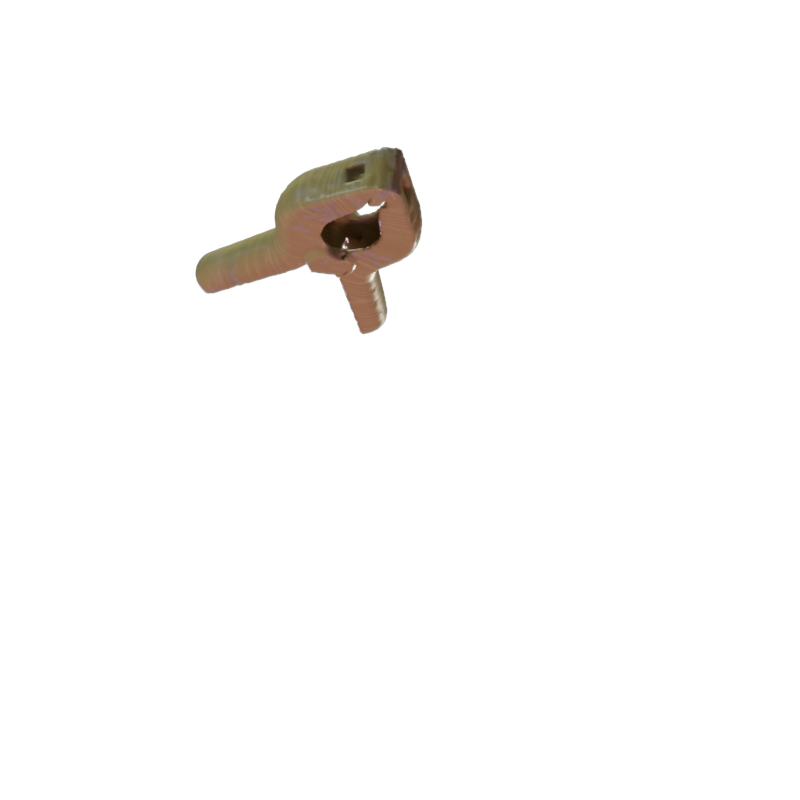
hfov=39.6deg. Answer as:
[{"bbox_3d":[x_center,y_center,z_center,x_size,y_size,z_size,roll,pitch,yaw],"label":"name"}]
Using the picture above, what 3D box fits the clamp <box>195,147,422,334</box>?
[{"bbox_3d":[-0.048,-0.088,0.619,0.118,0.042,0.164,6,-26,-13],"label":"clamp"}]
